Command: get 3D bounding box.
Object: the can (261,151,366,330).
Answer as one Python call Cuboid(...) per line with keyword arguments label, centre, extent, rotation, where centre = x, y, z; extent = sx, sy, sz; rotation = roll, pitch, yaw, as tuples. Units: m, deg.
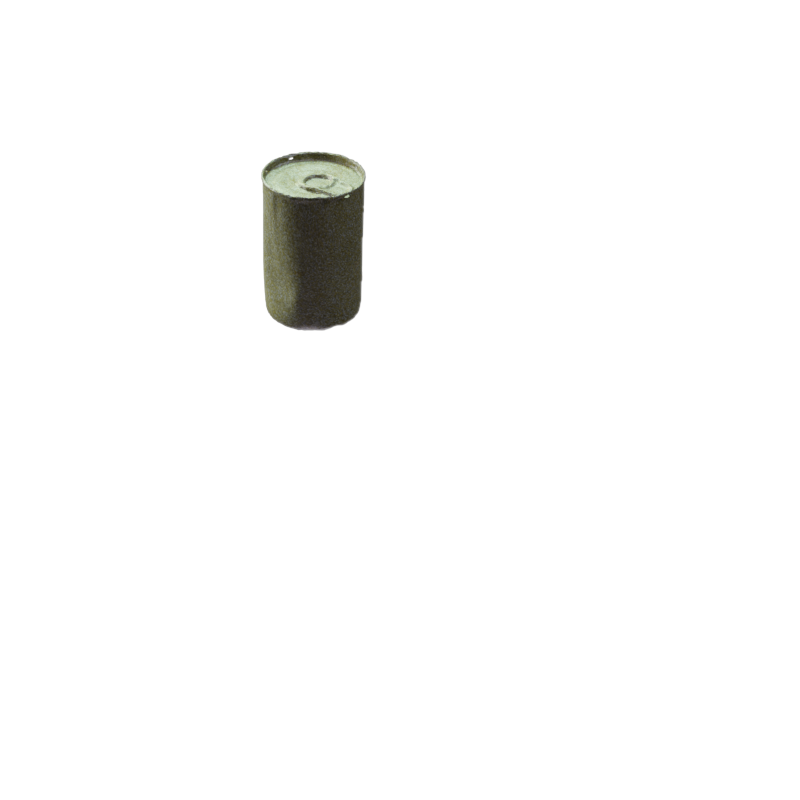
Cuboid(label="can", centre=(-0.058, -0.106, 0.742), extent=(0.068, 0.096, 0.073), rotation=(0, 33, -3))
